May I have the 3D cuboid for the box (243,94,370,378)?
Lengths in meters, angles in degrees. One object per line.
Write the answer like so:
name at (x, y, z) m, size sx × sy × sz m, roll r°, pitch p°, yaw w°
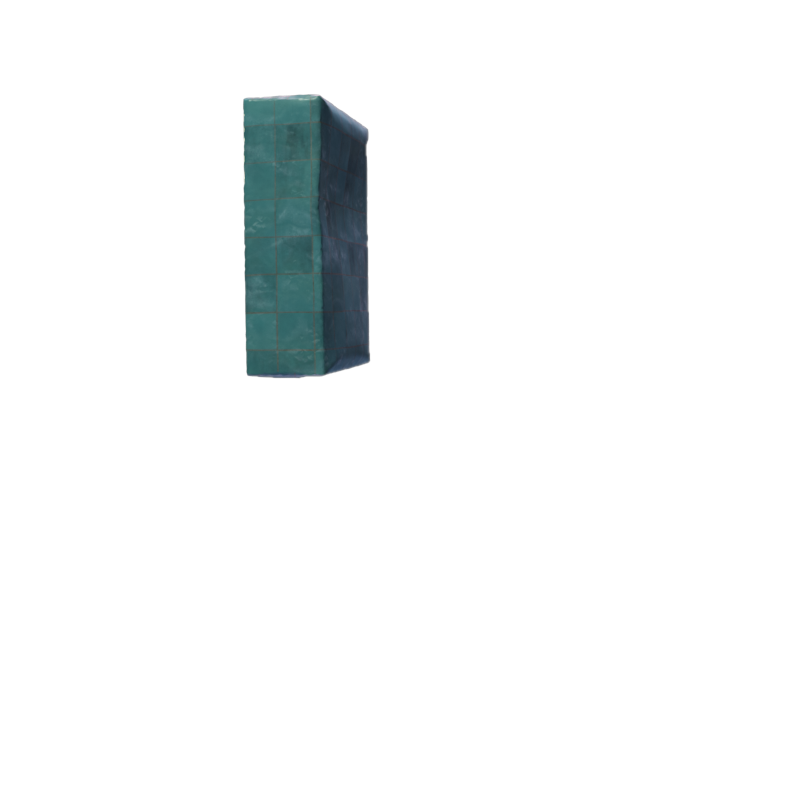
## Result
box at (-0.071, -0.130, 0.908) m, size 0.073 × 0.215 × 0.161 m, roll -1°, pitch -1°, yaw 12°
